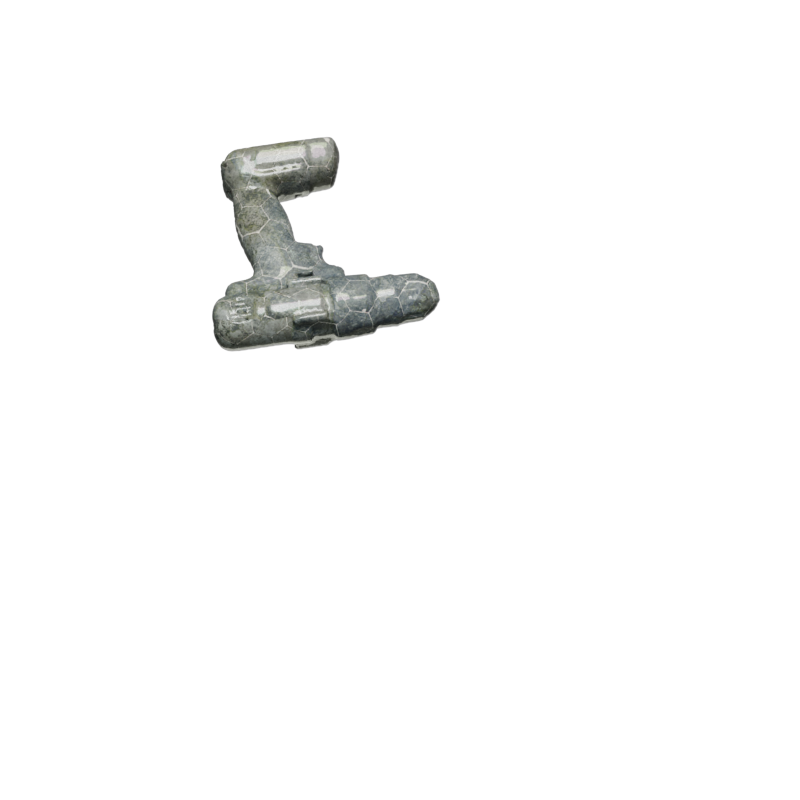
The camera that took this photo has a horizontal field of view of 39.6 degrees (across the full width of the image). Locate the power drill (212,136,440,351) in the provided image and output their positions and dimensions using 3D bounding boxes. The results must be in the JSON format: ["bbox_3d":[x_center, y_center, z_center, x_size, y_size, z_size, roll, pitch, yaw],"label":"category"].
[{"bbox_3d":[-0.073,-0.133,0.934,0.183,0.202,0.054,-8,-33,-6],"label":"power drill"}]
